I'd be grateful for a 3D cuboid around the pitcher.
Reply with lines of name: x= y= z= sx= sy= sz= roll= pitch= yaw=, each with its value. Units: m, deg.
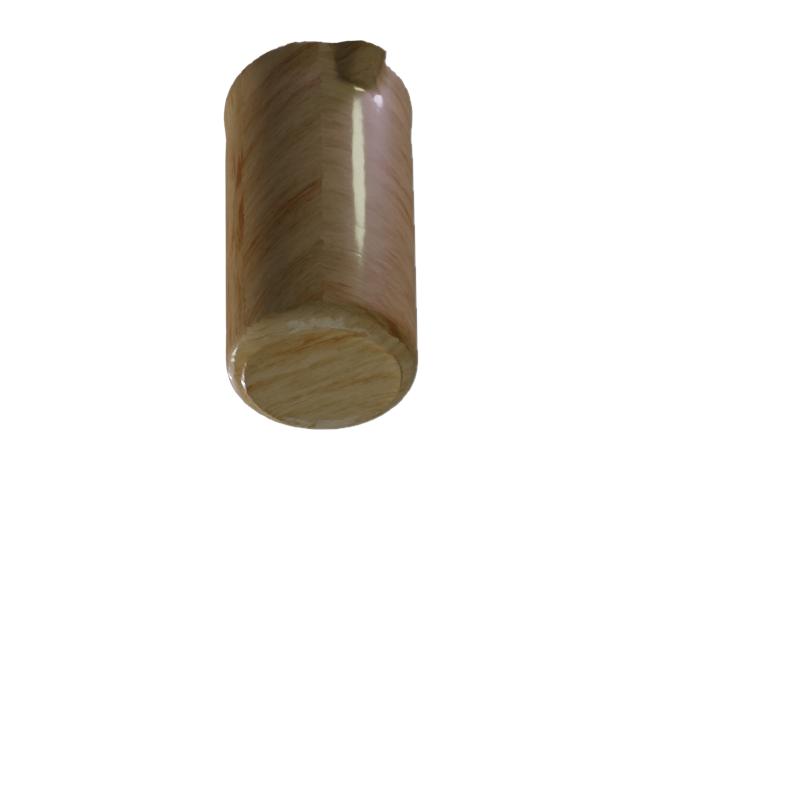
pitcher: x=-0.055 y=-0.101 z=0.706 sx=0.146 sy=0.261 sz=0.137 roll=-12 pitch=-43 yaw=10
